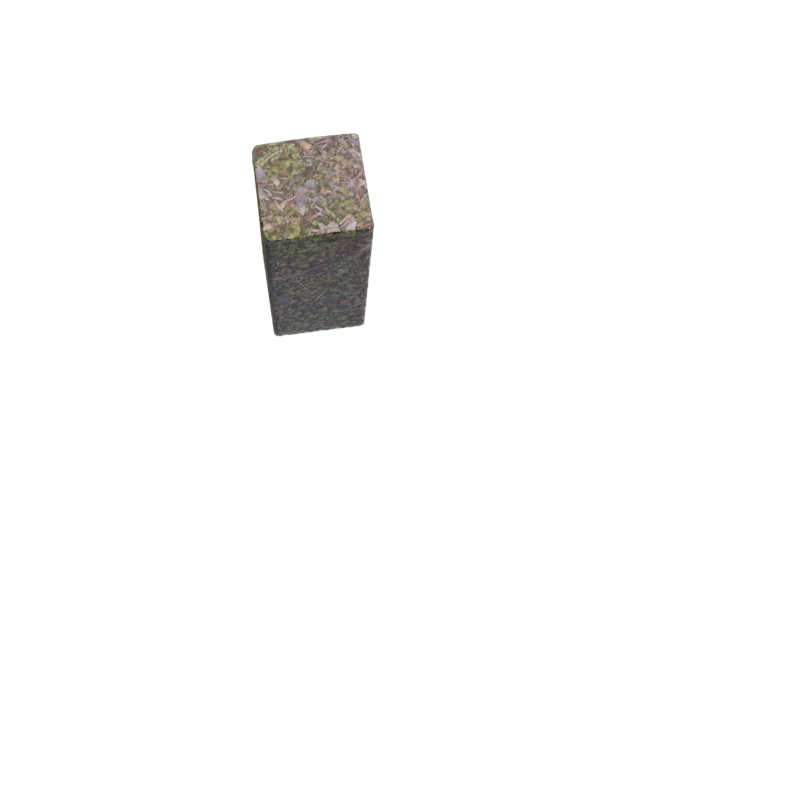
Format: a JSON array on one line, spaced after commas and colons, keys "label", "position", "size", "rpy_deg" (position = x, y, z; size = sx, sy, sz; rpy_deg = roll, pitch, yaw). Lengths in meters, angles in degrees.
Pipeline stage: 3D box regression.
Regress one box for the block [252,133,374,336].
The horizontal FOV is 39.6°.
[{"label": "block", "position": [-0.077, -0.140, 0.976], "size": [0.090, 0.096, 0.196], "rpy_deg": [-7, -19, -6]}]
